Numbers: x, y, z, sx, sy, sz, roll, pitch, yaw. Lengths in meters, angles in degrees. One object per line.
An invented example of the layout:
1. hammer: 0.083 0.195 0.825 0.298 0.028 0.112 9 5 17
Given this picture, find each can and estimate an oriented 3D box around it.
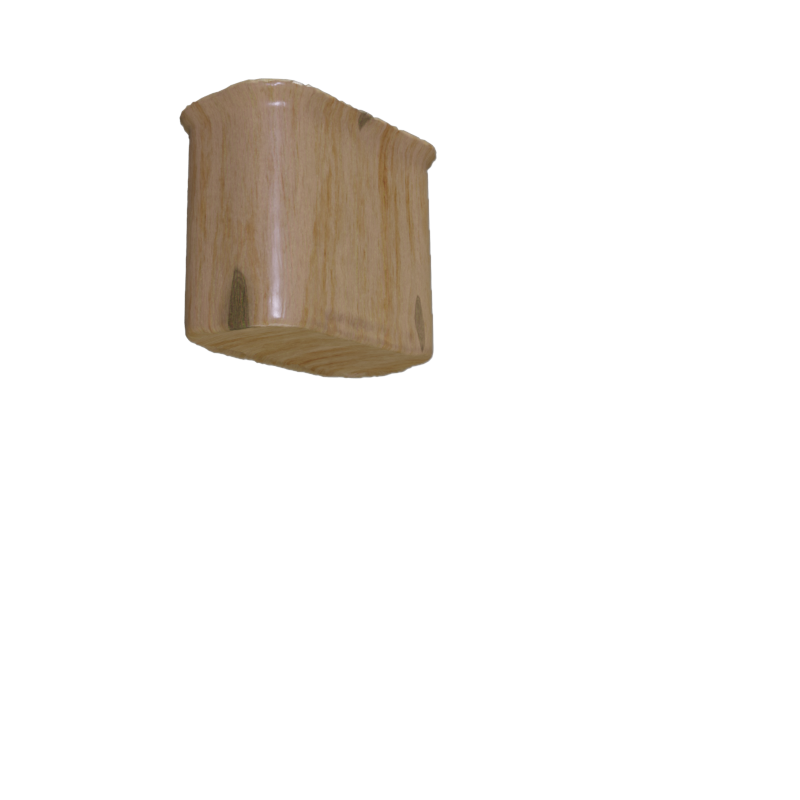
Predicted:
1. can: -0.031 -0.057 0.400 0.059 0.087 0.096 -13 -18 38
